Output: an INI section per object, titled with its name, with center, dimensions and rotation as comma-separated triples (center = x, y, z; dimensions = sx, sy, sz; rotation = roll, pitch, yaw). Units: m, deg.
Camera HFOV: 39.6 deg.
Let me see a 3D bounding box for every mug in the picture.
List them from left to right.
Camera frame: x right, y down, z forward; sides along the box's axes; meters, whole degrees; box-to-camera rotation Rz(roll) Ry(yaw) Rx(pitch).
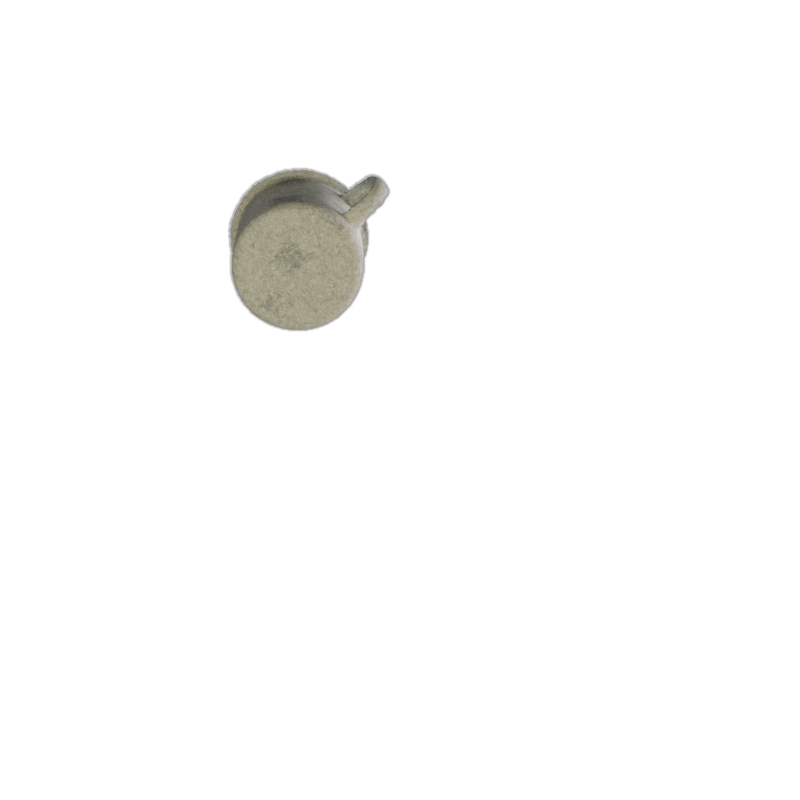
[mug]
center = -0.055, -0.101, 0.704
dimensions = 0.117, 0.090, 0.085
rotation = -35, 16, 9
